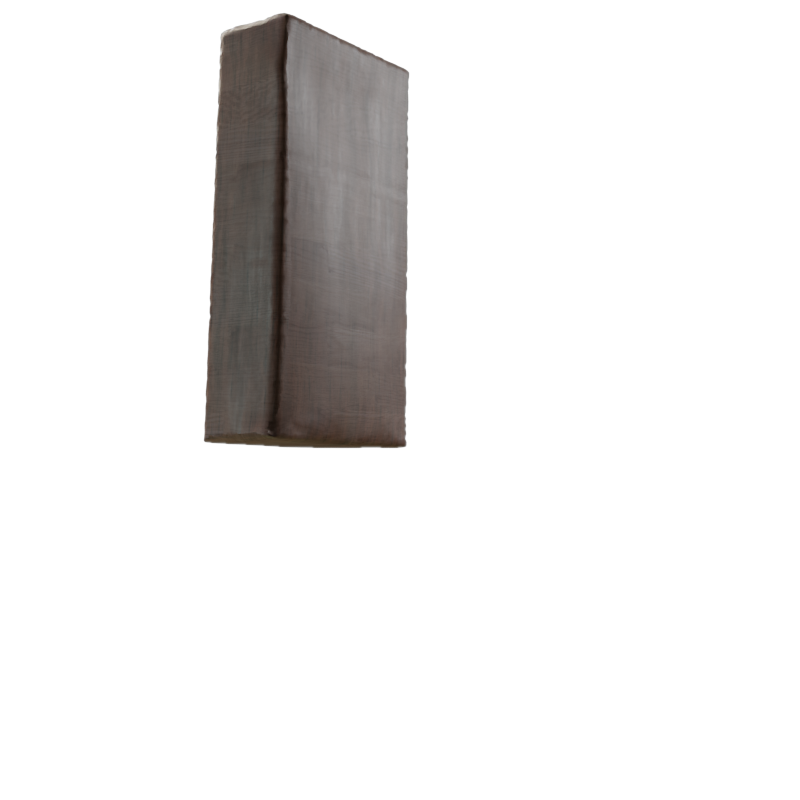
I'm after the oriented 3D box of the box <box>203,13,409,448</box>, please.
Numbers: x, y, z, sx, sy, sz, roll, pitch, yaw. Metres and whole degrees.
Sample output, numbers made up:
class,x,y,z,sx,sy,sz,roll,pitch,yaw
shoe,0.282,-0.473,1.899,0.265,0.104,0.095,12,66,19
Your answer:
class,x,y,z,sx,sy,sz,roll,pitch,yaw
box,-0.038,-0.069,0.485,0.049,0.181,0.088,-9,-14,36
